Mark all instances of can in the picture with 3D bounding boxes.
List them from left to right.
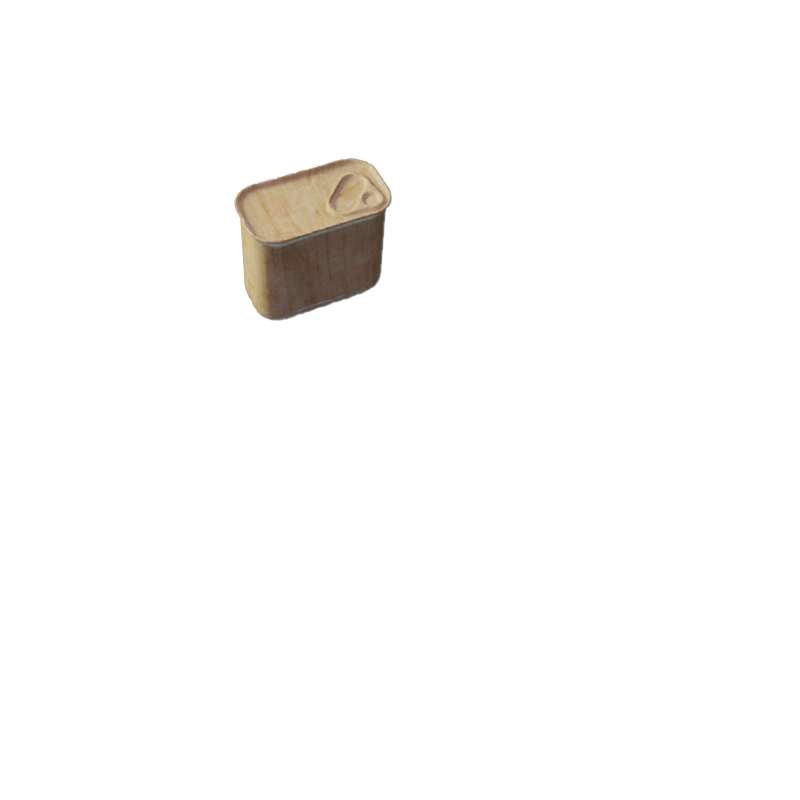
[{"bbox_3d":[-0.060,-0.109,0.762,0.101,0.062,0.078,-19,-36,-17],"label":"can"}]
